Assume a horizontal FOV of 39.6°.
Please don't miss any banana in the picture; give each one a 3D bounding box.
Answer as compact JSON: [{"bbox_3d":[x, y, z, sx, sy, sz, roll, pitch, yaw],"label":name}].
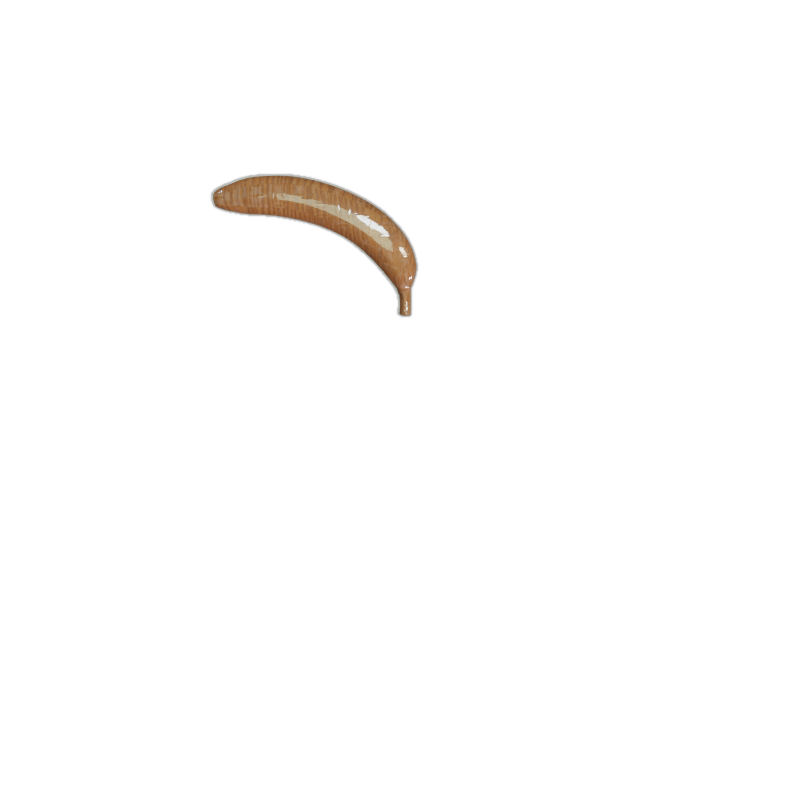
[{"bbox_3d":[-0.061,-0.148,0.938,0.199,0.070,0.036,31,-5,3],"label":"banana"}]
